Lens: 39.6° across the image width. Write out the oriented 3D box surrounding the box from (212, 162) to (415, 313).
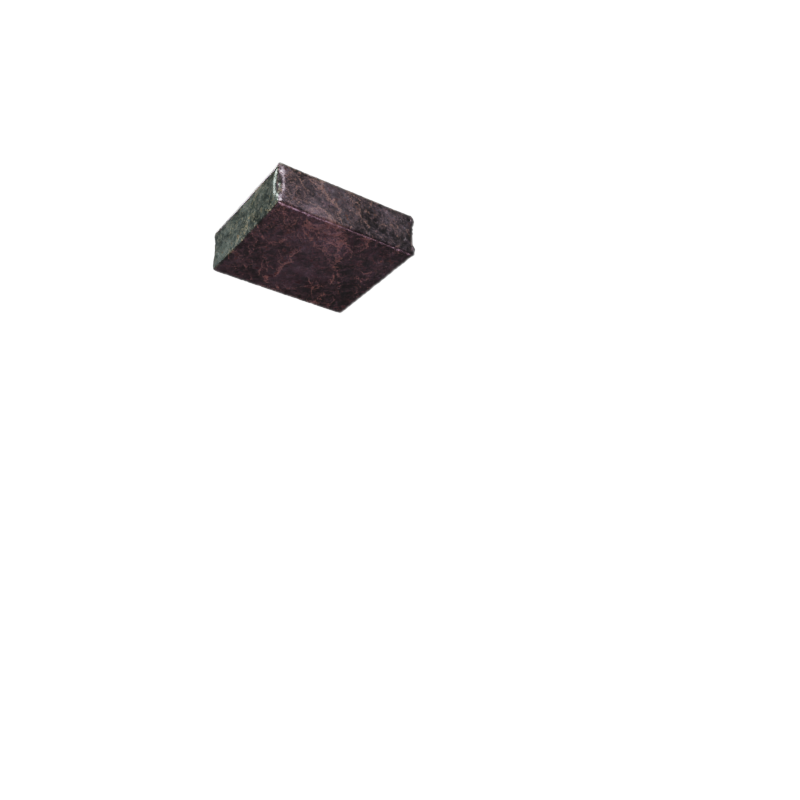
[{"bbox_3d":[-0.048,-0.088,0.614,0.085,0.032,0.072,18,-36,-28],"label":"box"}]
